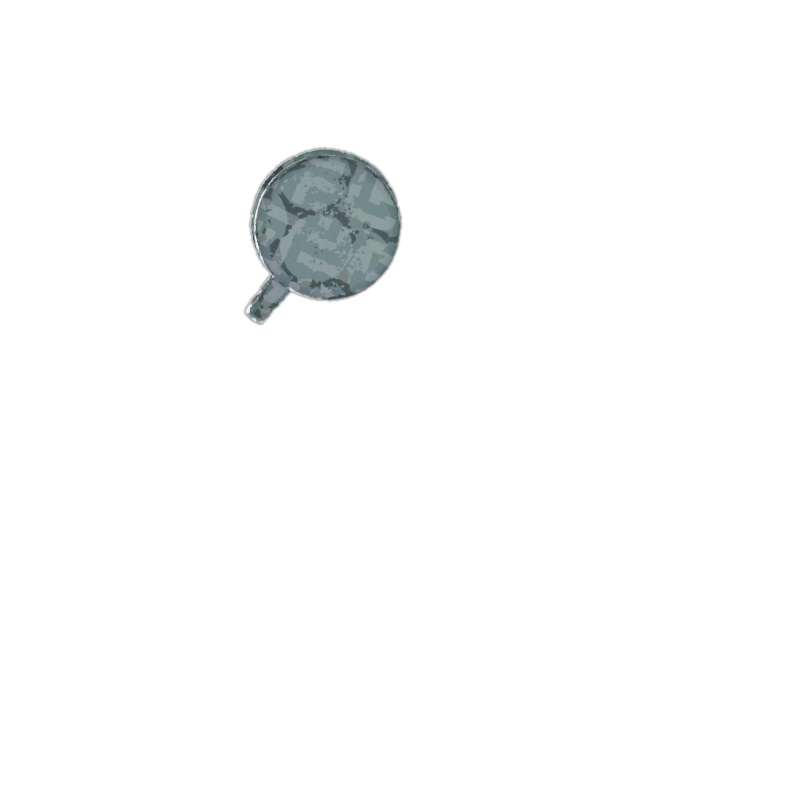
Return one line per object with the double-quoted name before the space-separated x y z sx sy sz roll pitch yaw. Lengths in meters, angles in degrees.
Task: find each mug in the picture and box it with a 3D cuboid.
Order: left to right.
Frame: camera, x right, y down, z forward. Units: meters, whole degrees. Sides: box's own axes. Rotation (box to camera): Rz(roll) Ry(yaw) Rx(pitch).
"mug" -0.051 -0.093 0.648 0.092 0.117 0.083 41 3 -6
